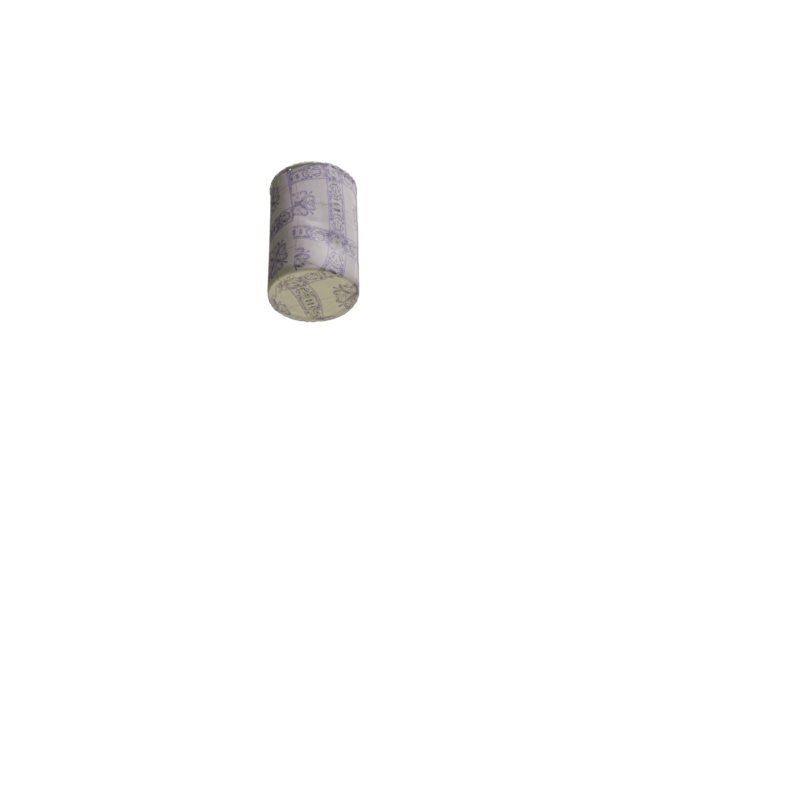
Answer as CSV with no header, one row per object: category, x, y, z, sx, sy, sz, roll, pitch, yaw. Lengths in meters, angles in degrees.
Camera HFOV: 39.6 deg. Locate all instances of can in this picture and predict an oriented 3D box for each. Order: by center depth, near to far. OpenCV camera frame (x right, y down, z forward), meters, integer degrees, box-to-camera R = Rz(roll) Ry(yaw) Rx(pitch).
can,-0.065,-0.118,0.827,0.068,0.109,0.064,-1,-34,-2
